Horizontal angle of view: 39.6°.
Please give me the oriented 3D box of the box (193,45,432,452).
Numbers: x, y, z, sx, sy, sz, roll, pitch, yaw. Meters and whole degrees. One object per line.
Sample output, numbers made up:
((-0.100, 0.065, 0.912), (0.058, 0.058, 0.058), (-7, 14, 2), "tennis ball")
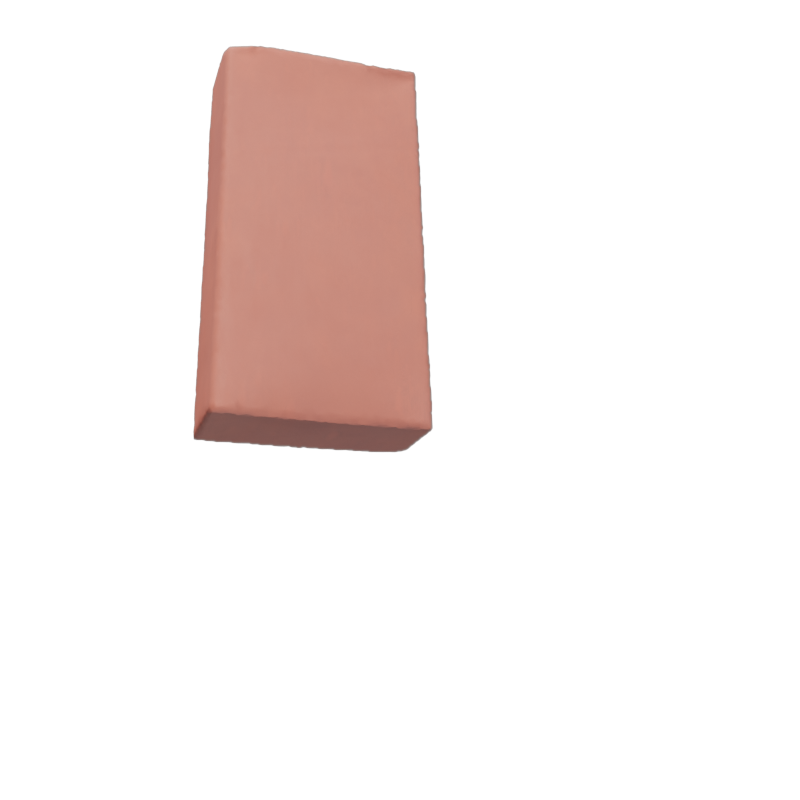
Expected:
((-0.038, -0.069, 0.483), (0.091, 0.186, 0.046), (5, -25, -15), "box")
